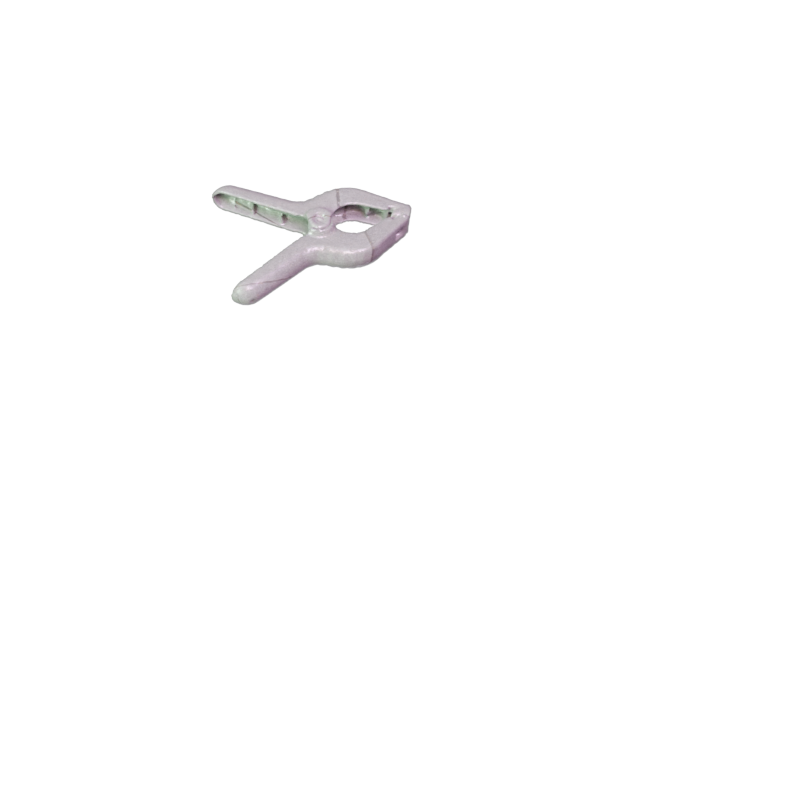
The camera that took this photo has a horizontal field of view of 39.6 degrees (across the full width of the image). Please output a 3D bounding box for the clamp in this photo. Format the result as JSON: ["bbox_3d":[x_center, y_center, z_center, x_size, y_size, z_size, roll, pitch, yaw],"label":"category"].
[{"bbox_3d":[-0.074,-0.134,0.941,0.171,0.128,0.037,-3,-29,-2],"label":"clamp"}]
